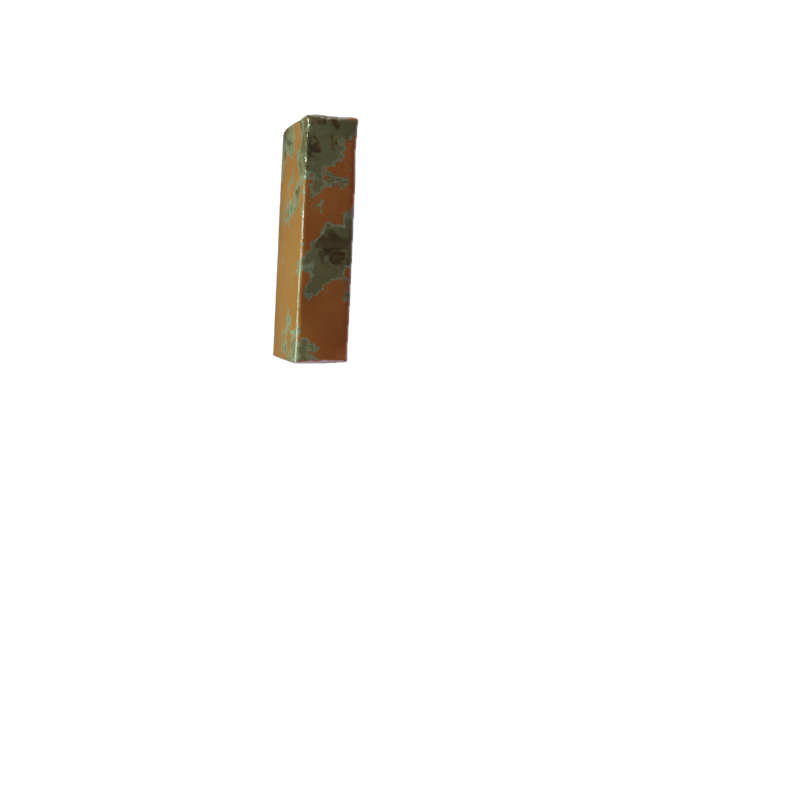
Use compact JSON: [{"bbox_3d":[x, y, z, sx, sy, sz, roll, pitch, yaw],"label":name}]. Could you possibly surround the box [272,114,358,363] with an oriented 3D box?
[{"bbox_3d":[-0.065,-0.117,0.821,0.047,0.177,0.095,0,-1,-16],"label":"box"}]
